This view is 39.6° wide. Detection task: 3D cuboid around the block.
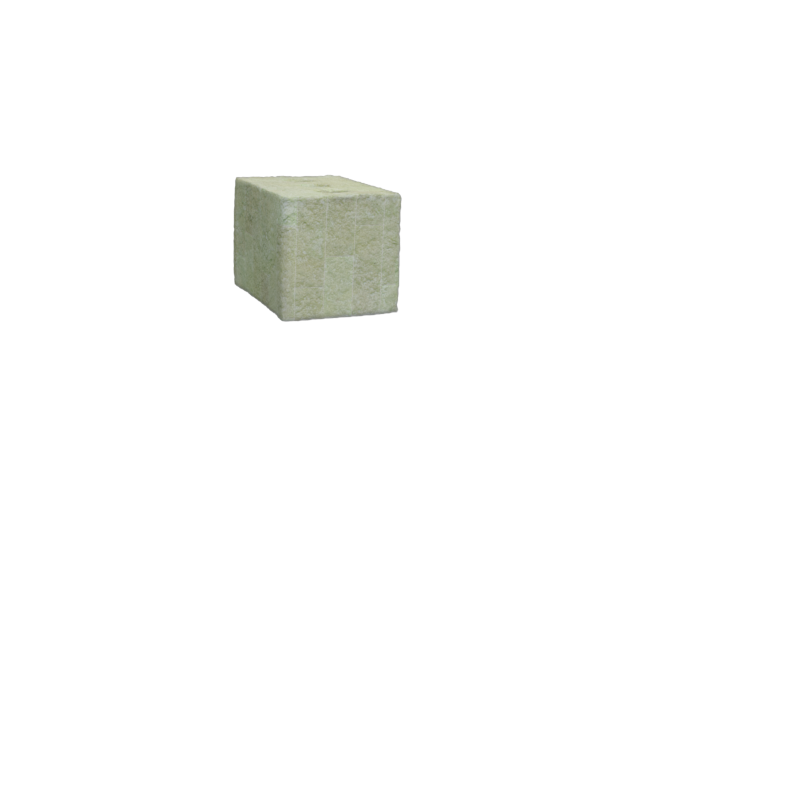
[{"bbox_3d":[-0.038,-0.069,0.481,0.052,0.050,0.082,-5,16,-21],"label":"block"}]
